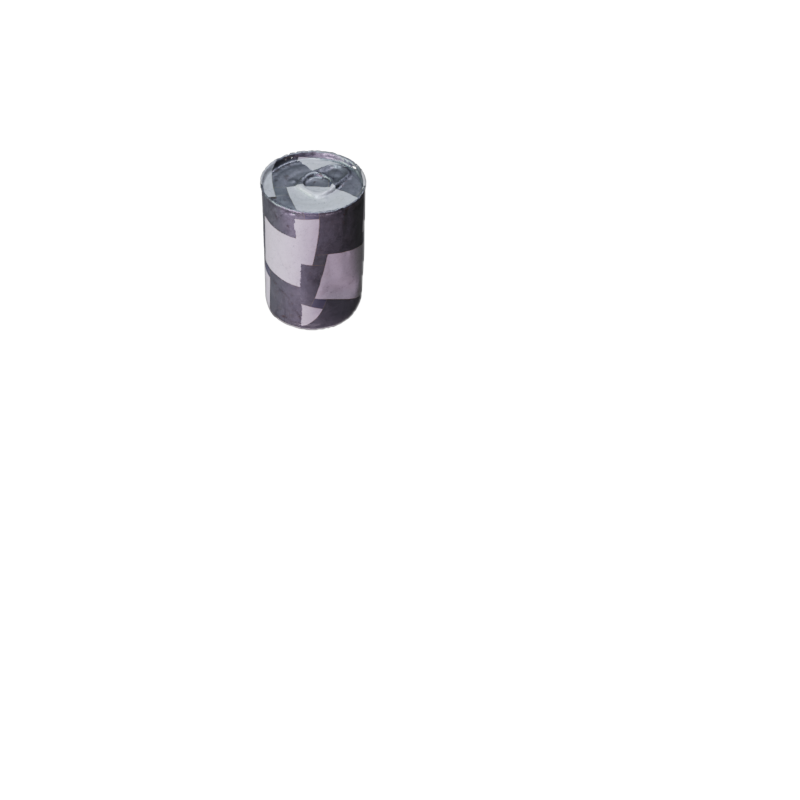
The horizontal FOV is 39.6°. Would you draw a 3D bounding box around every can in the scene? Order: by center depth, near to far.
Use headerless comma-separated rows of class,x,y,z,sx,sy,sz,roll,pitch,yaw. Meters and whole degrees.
can,-0.058,-0.105,0.738,0.068,0.095,0.074,0,43,-3
